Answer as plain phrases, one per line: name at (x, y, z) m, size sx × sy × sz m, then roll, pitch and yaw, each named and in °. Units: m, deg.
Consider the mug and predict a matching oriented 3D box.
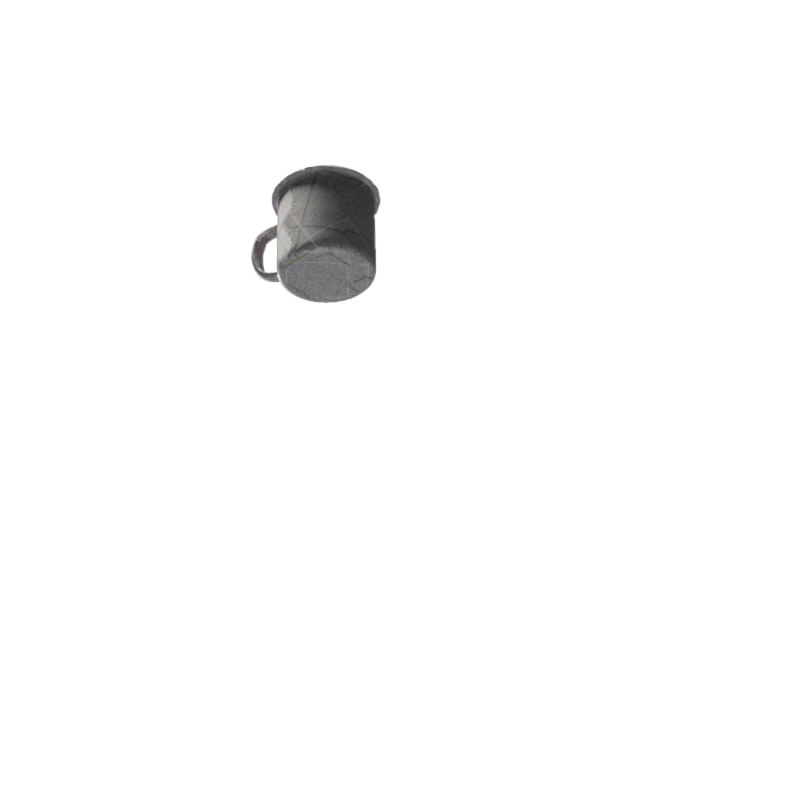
mug at (-0.073, -0.132, 0.926) m, size 0.118 × 0.087 × 0.086 m, roll -14°, pitch -35°, yaw 19°
